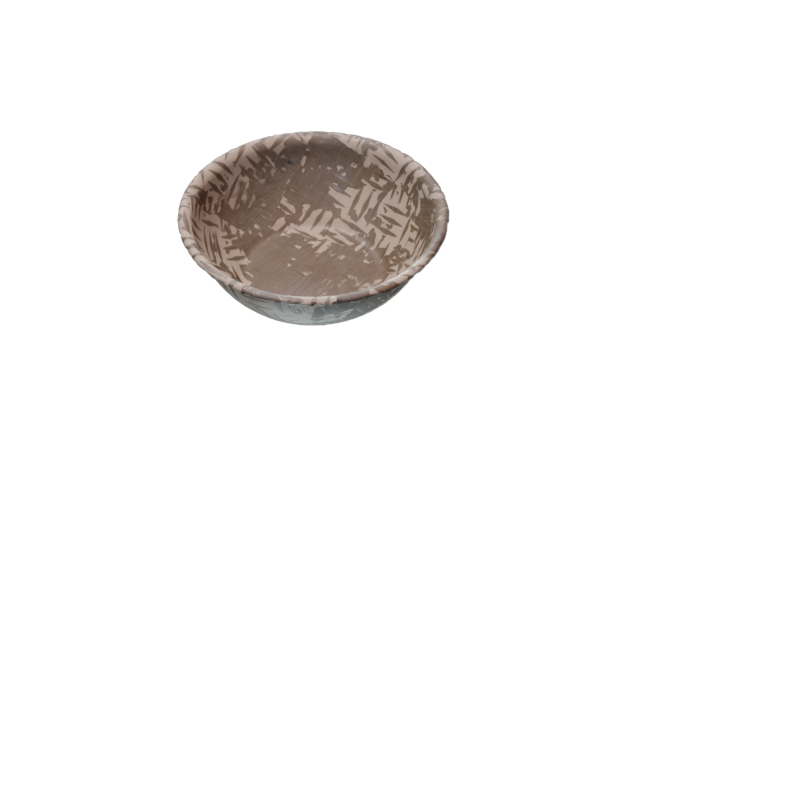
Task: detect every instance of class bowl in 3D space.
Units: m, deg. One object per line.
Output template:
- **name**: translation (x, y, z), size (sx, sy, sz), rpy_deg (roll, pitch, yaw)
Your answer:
- **bowl**: translation (-0.053, -0.097, 0.677), size (0.162, 0.174, 0.051), rpy_deg (-1, -45, -1)
